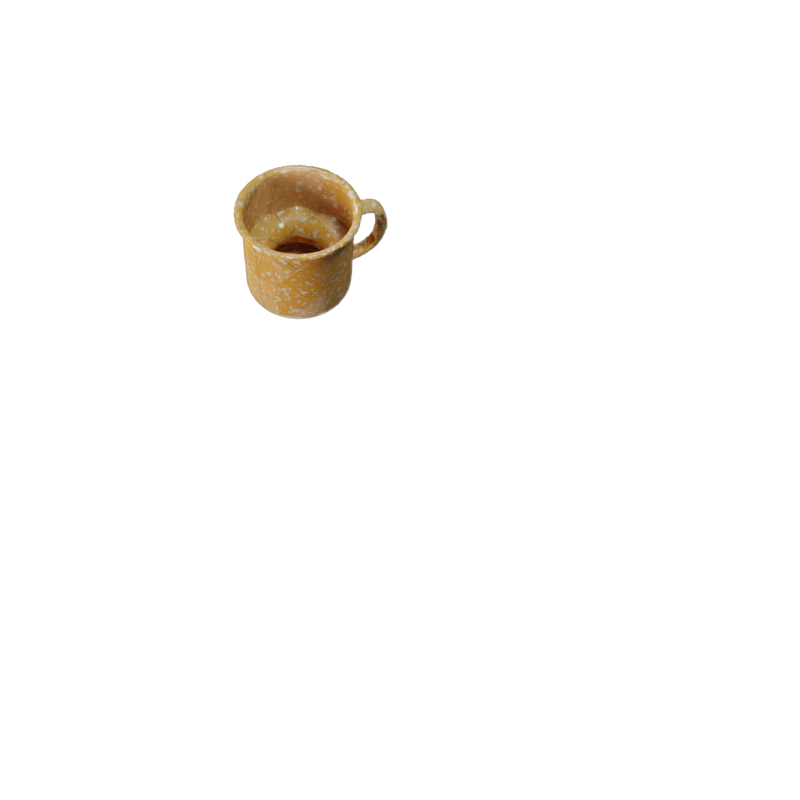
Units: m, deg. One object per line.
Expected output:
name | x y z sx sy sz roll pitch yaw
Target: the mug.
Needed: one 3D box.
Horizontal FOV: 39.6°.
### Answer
mug | -0.065 -0.119 0.831 0.116 0.101 0.076 -19 -34 -15
